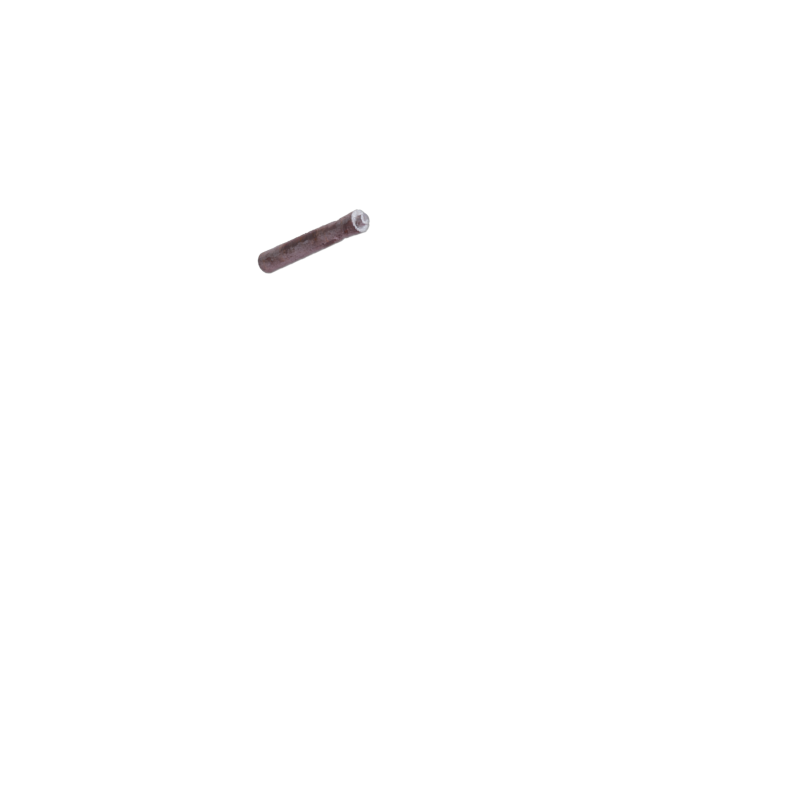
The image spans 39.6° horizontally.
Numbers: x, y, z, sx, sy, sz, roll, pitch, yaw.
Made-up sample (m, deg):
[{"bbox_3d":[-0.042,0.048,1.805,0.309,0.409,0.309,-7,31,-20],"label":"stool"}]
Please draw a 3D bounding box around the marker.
[{"bbox_3d":[-0.069,-0.126,0.882,0.122,0.020,0.019,-16,-8,44],"label":"marker"}]
